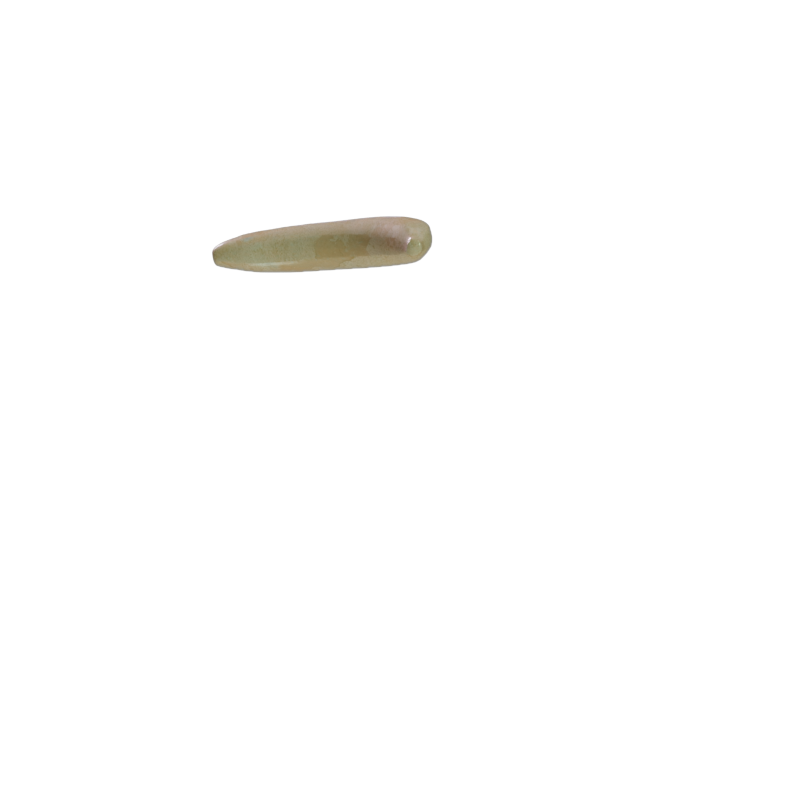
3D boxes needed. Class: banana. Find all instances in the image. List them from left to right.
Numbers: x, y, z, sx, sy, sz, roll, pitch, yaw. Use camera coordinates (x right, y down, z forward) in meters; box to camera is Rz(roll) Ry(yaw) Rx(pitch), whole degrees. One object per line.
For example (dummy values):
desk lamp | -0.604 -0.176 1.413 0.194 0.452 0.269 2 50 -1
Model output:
banana | -0.049 -0.115 0.817 0.205 0.037 0.067 1 0 39
